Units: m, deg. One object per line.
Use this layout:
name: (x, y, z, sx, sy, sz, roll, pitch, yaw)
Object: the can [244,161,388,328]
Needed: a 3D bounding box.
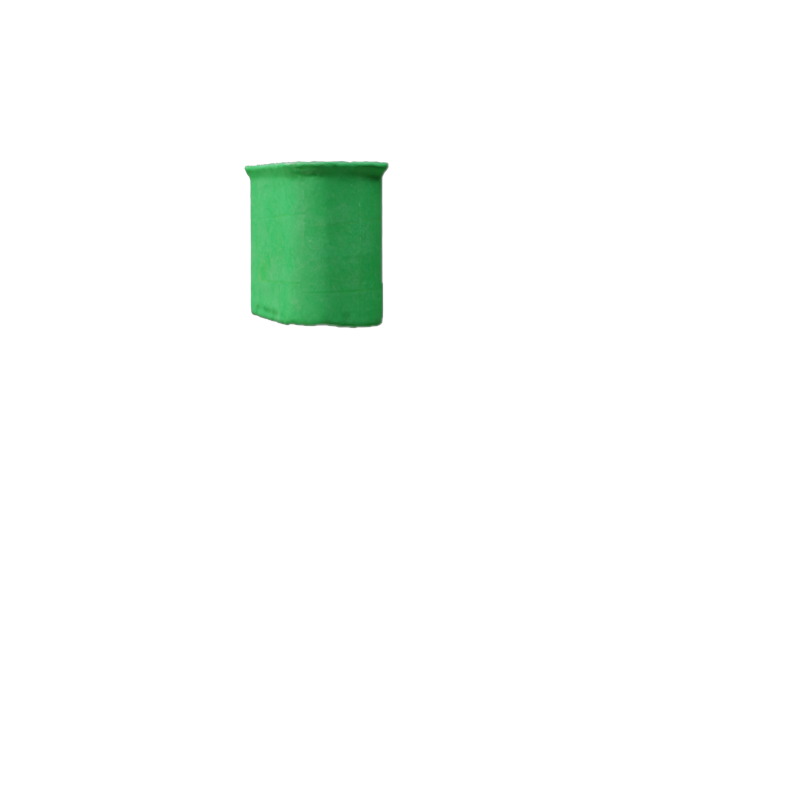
can: (-0.047, -0.085, 0.595, 0.056, 0.083, 0.106, -2, 7, -23)
